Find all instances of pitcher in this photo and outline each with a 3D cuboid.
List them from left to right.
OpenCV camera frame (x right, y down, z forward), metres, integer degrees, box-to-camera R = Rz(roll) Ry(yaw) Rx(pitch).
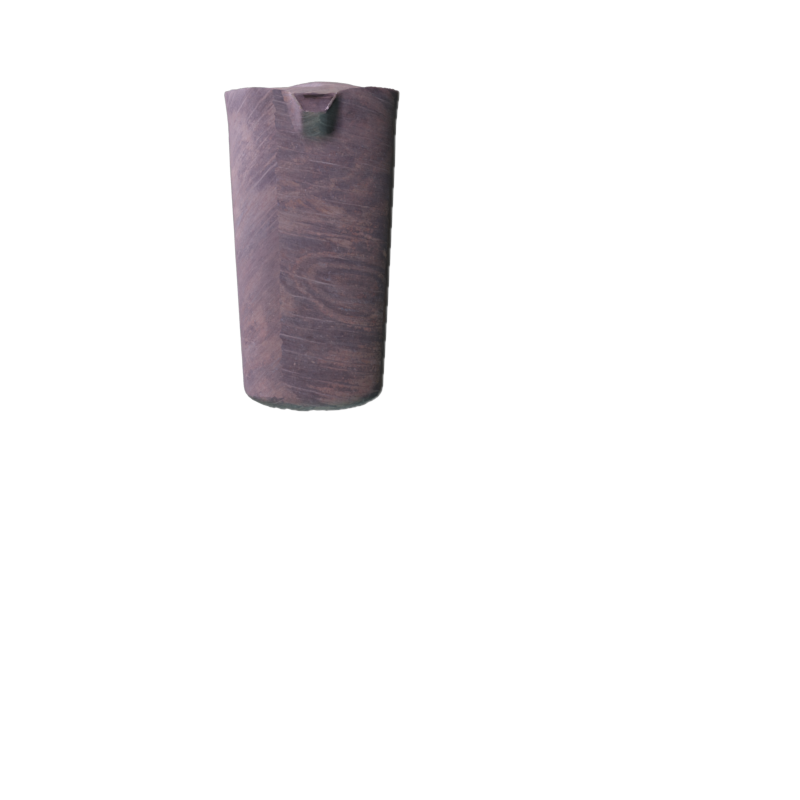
[{"bbox_3d":[-0.067,-0.123,0.861,0.151,0.241,0.144,5,7,40],"label":"pitcher"}]
